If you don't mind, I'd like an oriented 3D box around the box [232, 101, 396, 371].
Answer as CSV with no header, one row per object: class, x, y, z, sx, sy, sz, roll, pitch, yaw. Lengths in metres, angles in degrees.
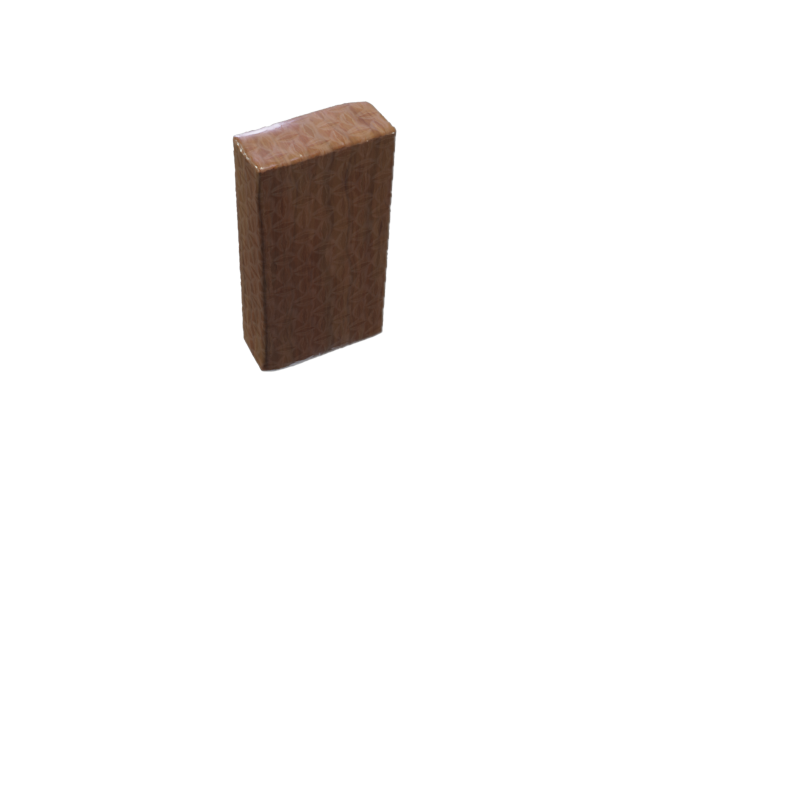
box,-0.055,-0.101,0.709,0.092,0.164,0.052,-19,48,-22
